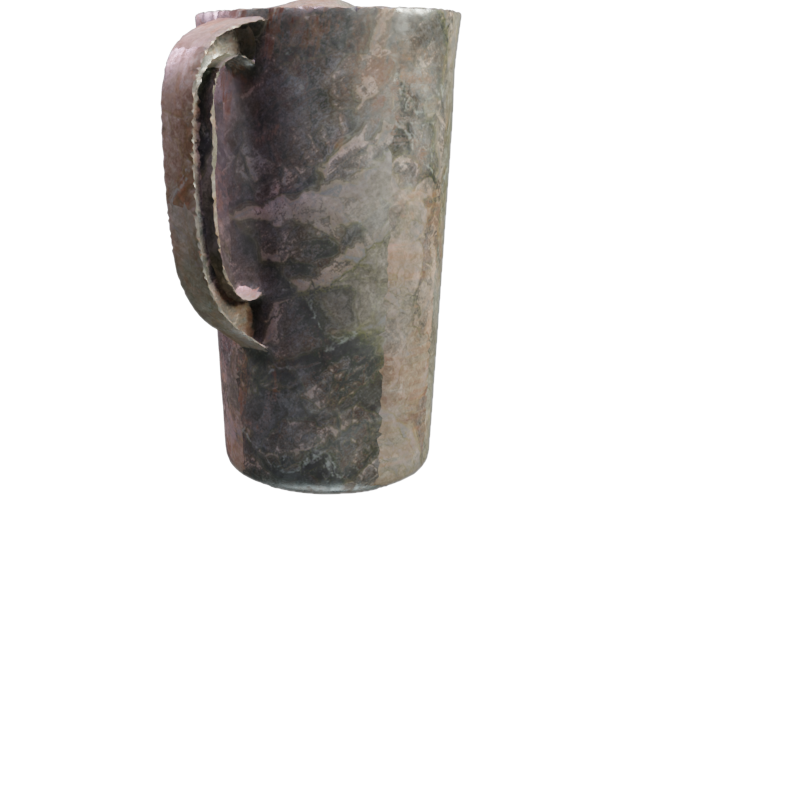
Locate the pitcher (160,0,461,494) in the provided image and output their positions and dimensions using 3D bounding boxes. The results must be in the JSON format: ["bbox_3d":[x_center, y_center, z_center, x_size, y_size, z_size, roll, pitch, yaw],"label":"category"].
[{"bbox_3d":[-0.044,-0.081,0.566,0.148,0.238,0.150,-1,10,-9],"label":"pitcher"}]
